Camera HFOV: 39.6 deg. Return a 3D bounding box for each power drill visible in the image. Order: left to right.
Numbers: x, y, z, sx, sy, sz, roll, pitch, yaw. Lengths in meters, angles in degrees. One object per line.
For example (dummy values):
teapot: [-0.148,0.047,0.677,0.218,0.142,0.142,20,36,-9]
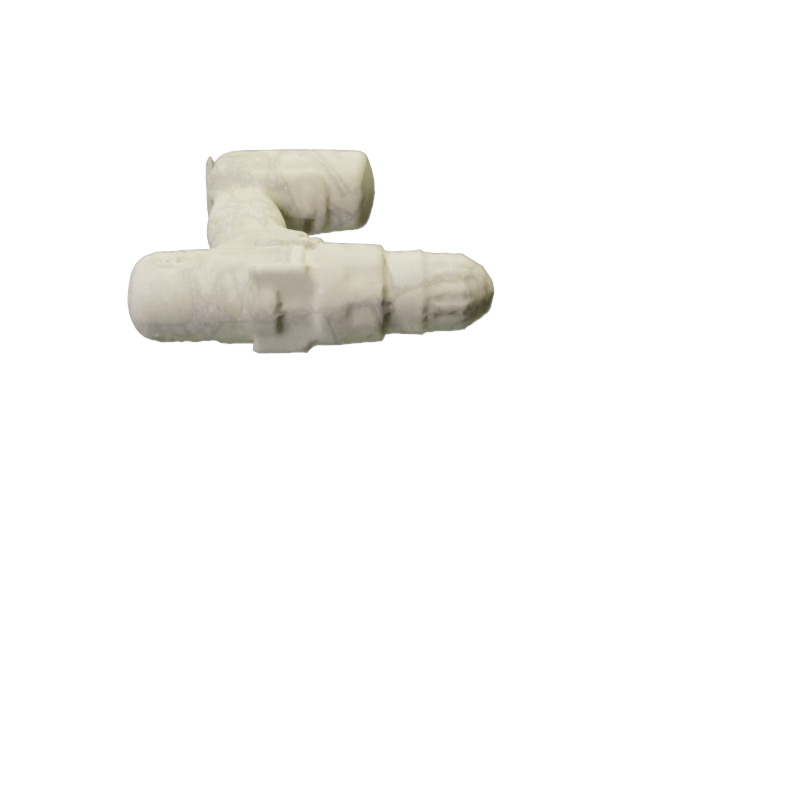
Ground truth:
power drill: [-0.049,-0.089,0.625,0.184,0.054,0.198,0,27,-1]
